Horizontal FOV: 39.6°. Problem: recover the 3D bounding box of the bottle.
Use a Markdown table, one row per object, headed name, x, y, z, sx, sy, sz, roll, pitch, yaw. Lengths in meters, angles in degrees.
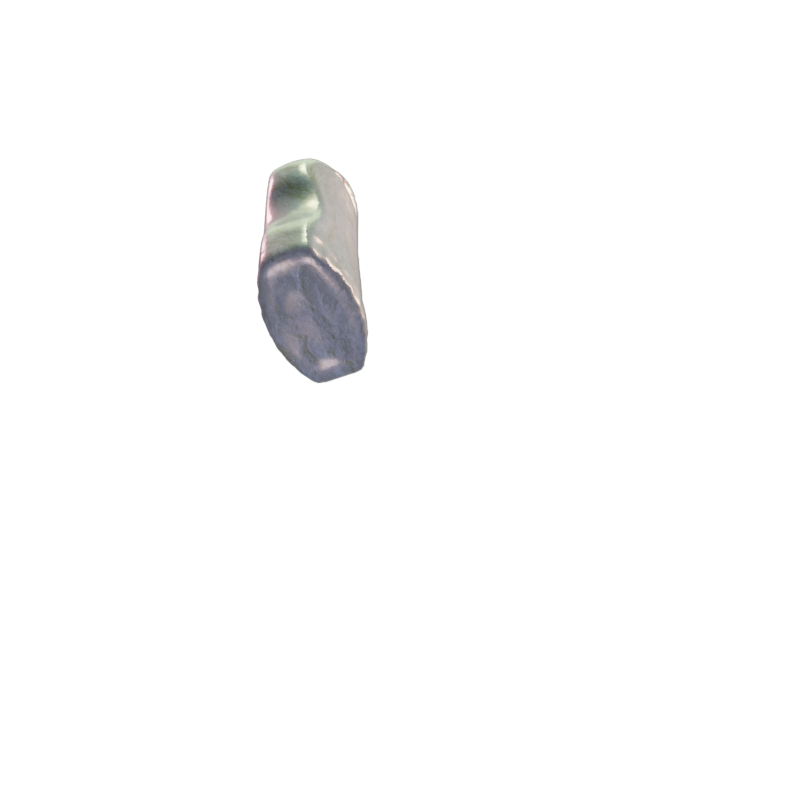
| name | x | y | z | sx | sy | sz | roll | pitch | yaw |
| --- | --- | --- | --- | --- | --- | --- | --- | --- | --- |
| bottle | -0.056 | -0.104 | 0.727 | 0.059 | 0.089 | 0.205 | -20 | 34 | 10 |
